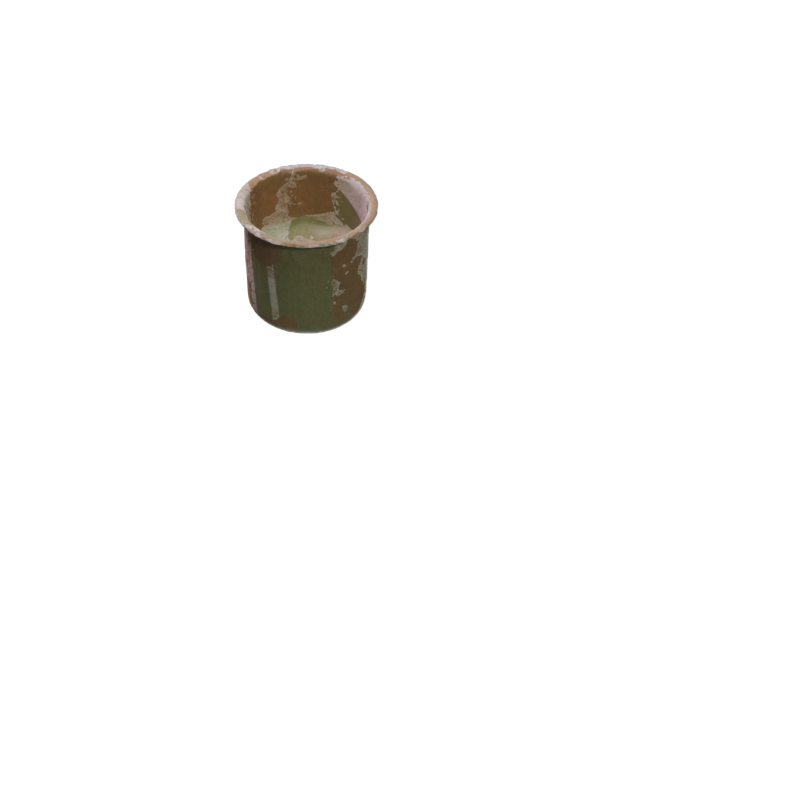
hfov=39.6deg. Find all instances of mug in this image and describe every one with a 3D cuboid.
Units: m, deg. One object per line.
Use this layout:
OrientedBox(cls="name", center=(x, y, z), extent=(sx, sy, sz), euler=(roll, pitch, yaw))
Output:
OrientedBox(cls="mug", center=(-0.059, -0.107, 0.748), extent=(0.096, 0.076, 0.122), euler=(14, 43, 13))
